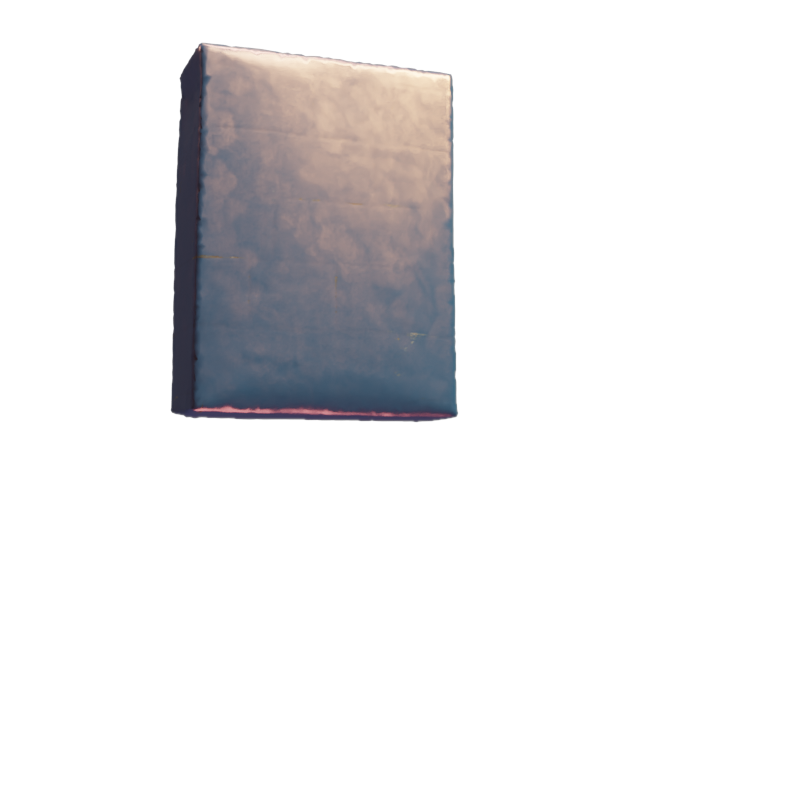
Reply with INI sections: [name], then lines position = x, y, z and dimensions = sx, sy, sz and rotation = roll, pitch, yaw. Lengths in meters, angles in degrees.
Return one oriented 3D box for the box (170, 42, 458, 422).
[box]
position = -0.053, -0.096, 0.674
dimensions = 0.160, 0.219, 0.072
rotation = 3, -11, -20
